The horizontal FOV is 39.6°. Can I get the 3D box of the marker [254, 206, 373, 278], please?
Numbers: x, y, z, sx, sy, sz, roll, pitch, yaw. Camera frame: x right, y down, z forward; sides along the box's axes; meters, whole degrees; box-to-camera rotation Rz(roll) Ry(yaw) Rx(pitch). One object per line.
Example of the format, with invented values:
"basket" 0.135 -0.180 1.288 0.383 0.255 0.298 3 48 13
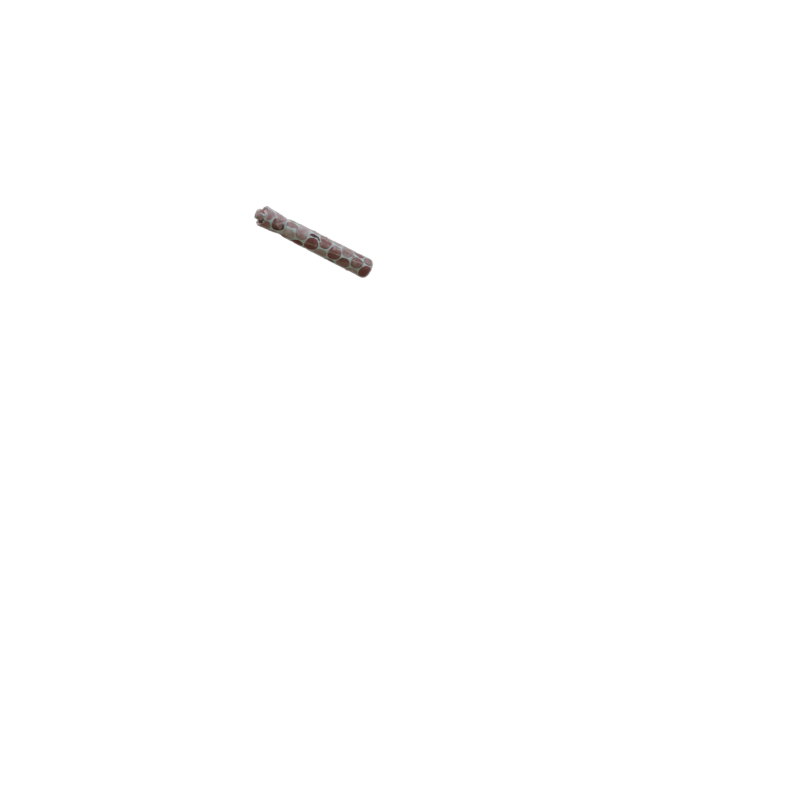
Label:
"marker" -0.077 -0.140 0.983 0.115 0.020 0.020 24 -8 -26
